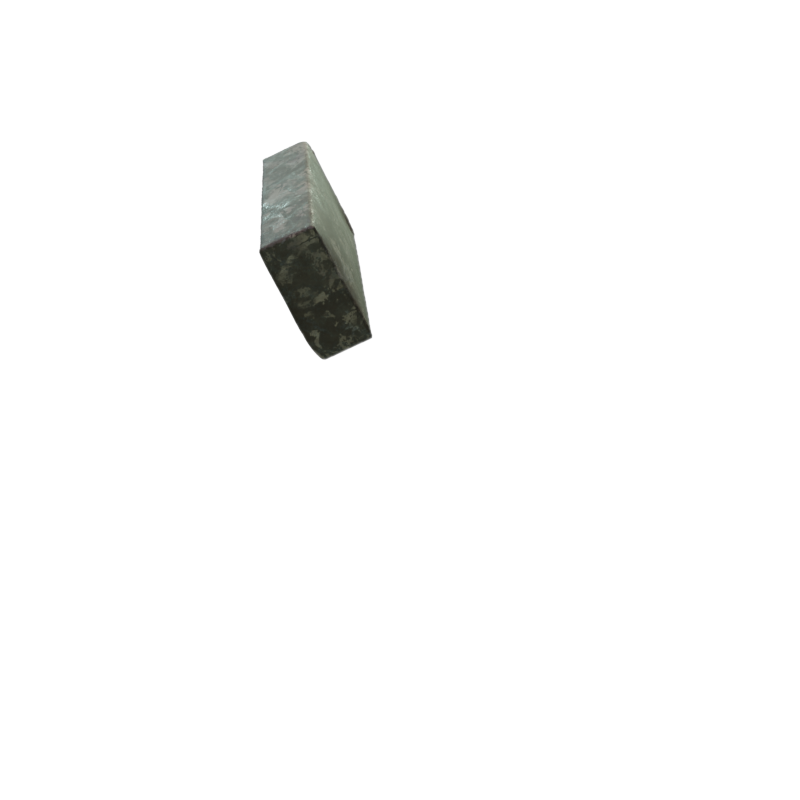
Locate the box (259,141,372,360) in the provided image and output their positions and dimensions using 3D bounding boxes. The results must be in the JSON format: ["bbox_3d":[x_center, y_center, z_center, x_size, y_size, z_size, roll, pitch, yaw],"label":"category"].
[{"bbox_3d":[-0.062,-0.113,0.792,0.048,0.088,0.187,-23,29,10],"label":"box"}]
